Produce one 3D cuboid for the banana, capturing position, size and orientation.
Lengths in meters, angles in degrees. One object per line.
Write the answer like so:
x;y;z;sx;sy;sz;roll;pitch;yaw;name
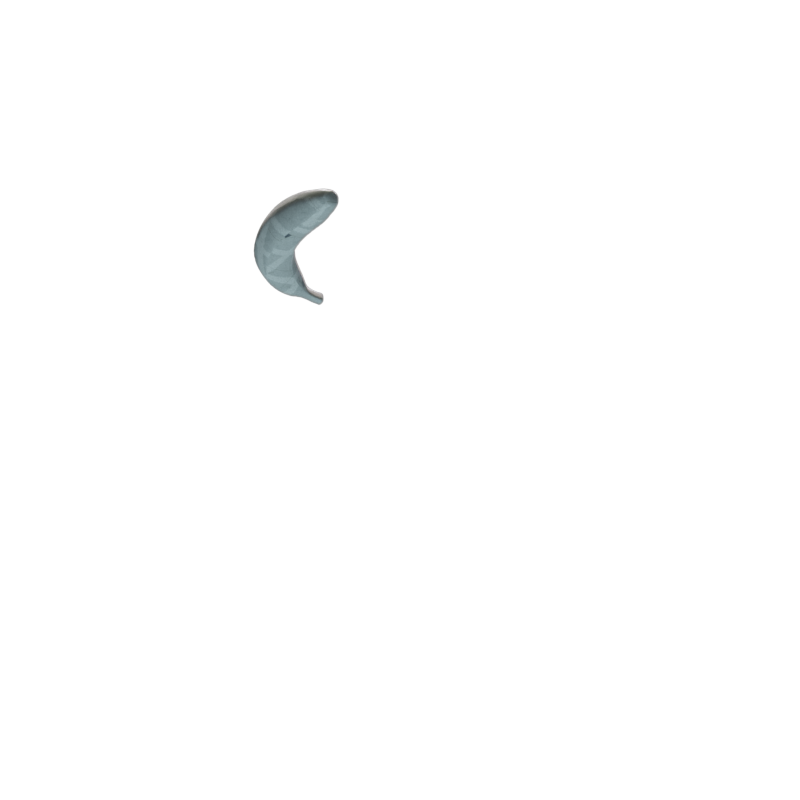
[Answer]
-0.097;-0.141;0.998;0.069;0.039;0.189;2;-21;-7;banana
